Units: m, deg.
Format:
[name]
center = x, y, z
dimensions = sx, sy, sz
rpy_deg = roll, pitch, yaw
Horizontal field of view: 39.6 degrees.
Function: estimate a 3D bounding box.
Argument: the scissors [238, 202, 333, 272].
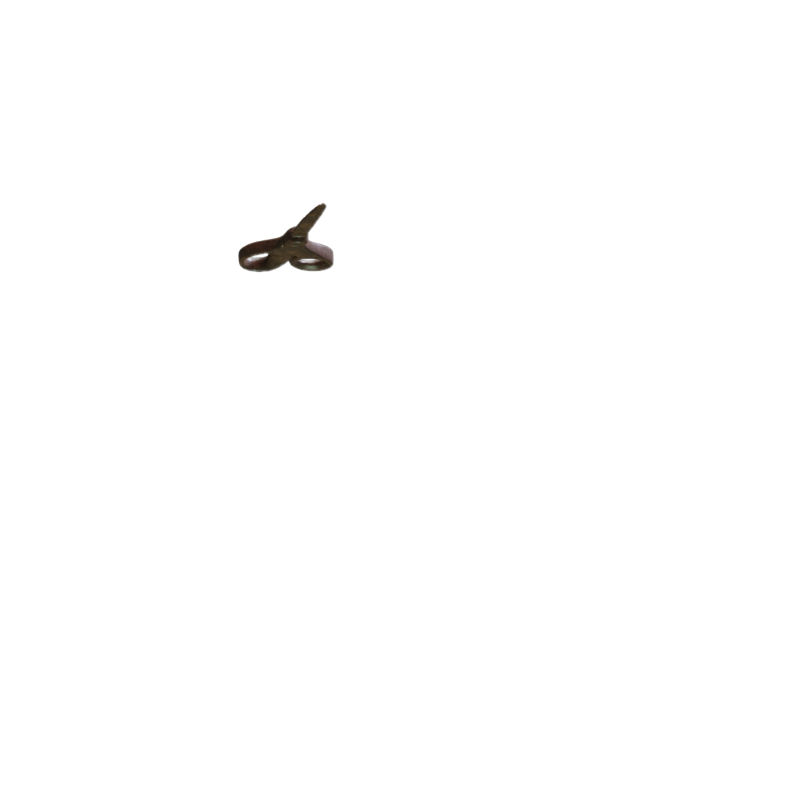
[scissors]
center = -0.076, -0.138, 0.965
dimensions = 0.092, 0.016, 0.204
rpy_deg = 4, -8, -31
